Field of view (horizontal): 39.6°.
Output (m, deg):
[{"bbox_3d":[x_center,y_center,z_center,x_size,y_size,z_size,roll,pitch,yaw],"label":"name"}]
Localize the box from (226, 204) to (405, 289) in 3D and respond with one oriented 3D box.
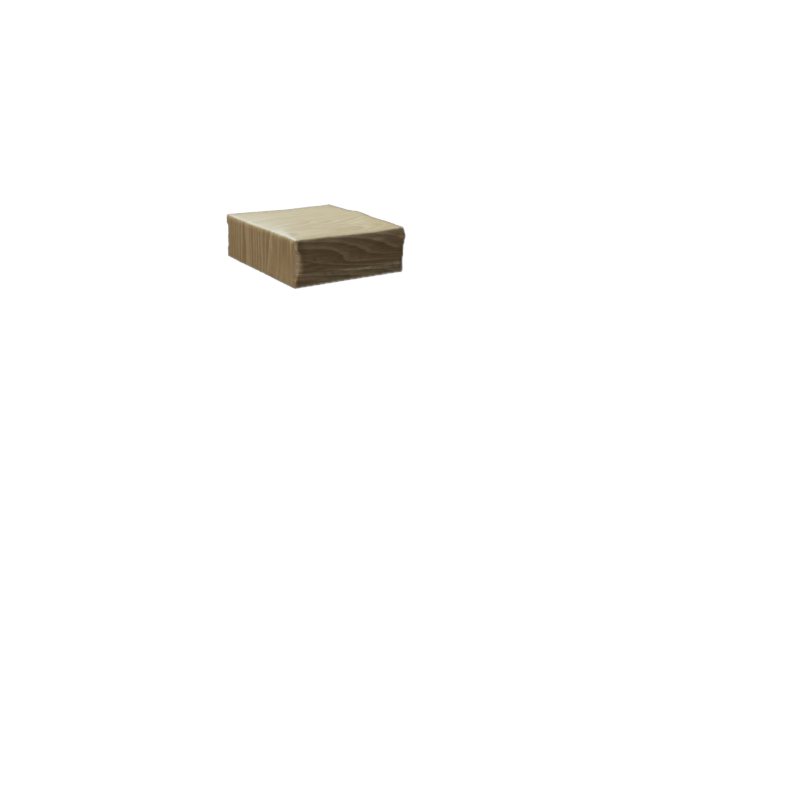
[{"bbox_3d":[-0.051,-0.093,0.654,0.071,0.029,0.095,-11,22,-30],"label":"box"}]
